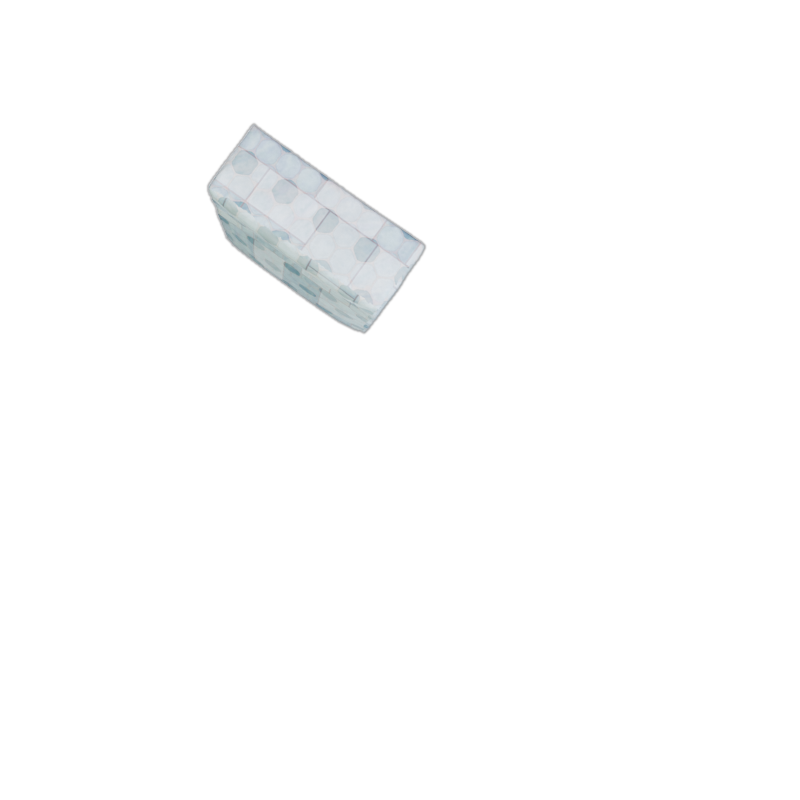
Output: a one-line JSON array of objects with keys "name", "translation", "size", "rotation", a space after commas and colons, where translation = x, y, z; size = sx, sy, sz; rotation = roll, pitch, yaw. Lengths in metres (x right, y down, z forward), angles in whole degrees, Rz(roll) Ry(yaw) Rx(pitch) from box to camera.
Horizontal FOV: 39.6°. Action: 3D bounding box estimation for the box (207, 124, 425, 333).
[{"name": "box", "translation": [-0.073, -0.134, 0.937], "size": [0.166, 0.072, 0.211], "rotation": [36, -4, 0]}]
